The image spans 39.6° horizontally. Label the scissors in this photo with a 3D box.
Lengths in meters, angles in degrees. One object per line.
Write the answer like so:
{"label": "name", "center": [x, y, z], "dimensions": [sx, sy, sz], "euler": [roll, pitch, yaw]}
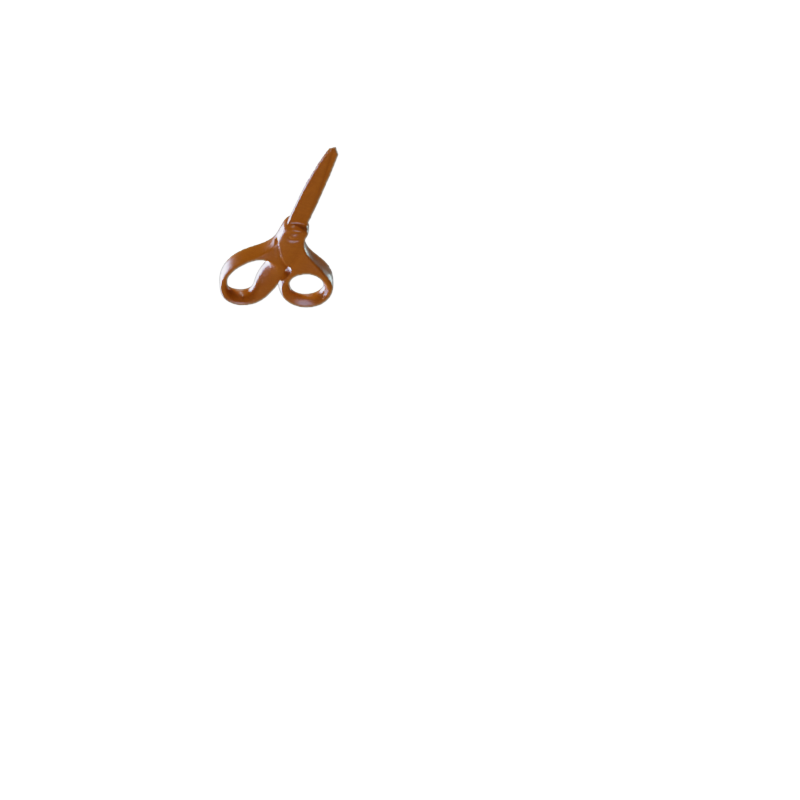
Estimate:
{"label": "scissors", "center": [-0.063, -0.115, 0.808], "dimensions": [0.092, 0.017, 0.199], "euler": [18, -32, -30]}
